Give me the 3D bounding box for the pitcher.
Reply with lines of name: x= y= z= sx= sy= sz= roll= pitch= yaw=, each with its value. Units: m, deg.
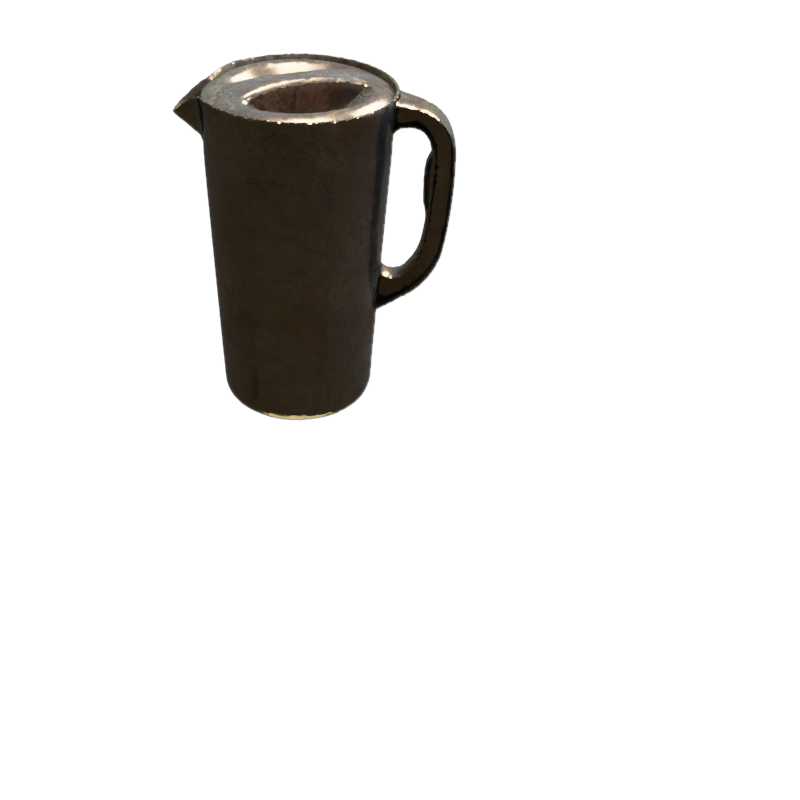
pitcher: x=-0.061 y=-0.111 z=0.775 sx=0.144 sy=0.229 sz=0.160 roll=-24 pitch=39 yaw=-36
